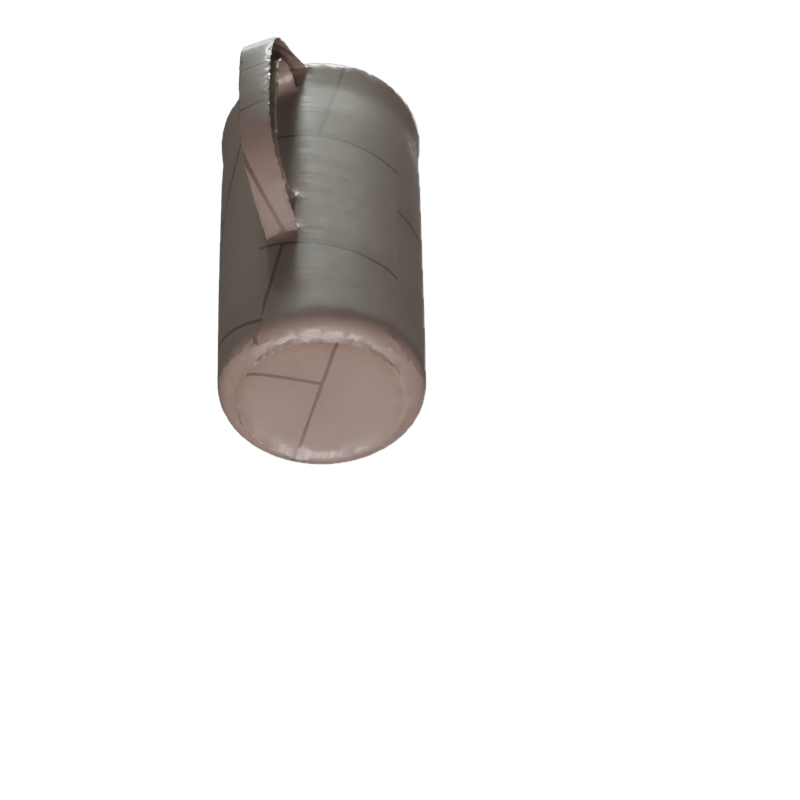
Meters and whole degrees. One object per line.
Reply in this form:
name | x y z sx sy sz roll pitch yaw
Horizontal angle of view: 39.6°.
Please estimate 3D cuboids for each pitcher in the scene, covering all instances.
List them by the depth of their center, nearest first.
pitcher | -0.051 -0.093 0.652 0.144 0.140 0.261 18 38 -19
